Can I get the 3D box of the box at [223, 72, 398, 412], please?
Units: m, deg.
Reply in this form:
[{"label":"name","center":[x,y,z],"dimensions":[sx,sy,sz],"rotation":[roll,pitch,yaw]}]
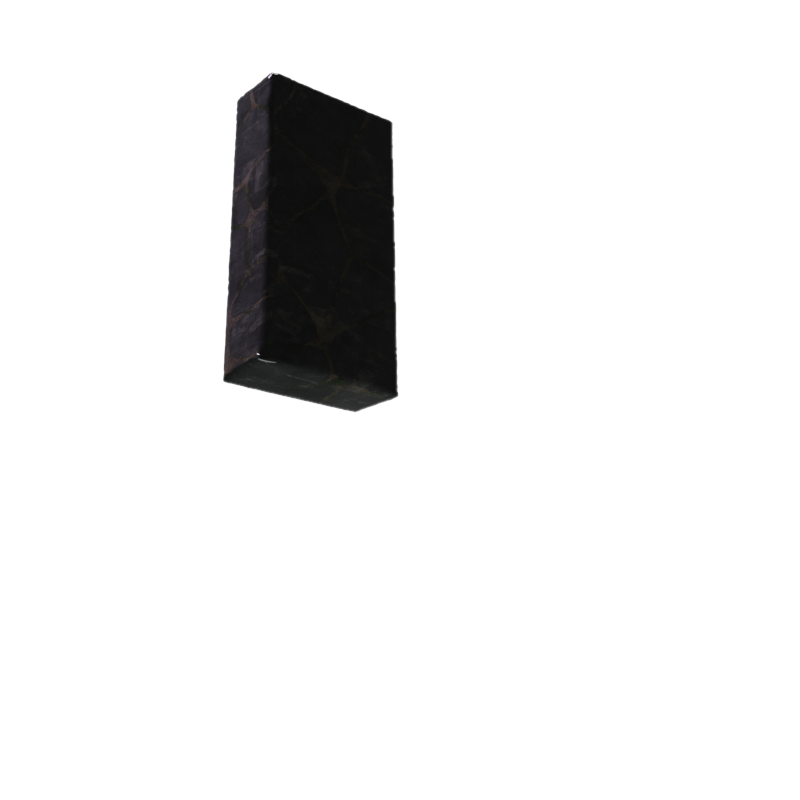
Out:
[{"label":"box","center":[-0.049,-0.090,0.631],"dimensions":[0.088,0.187,0.048],"rotation":[17,-31,-34]}]
